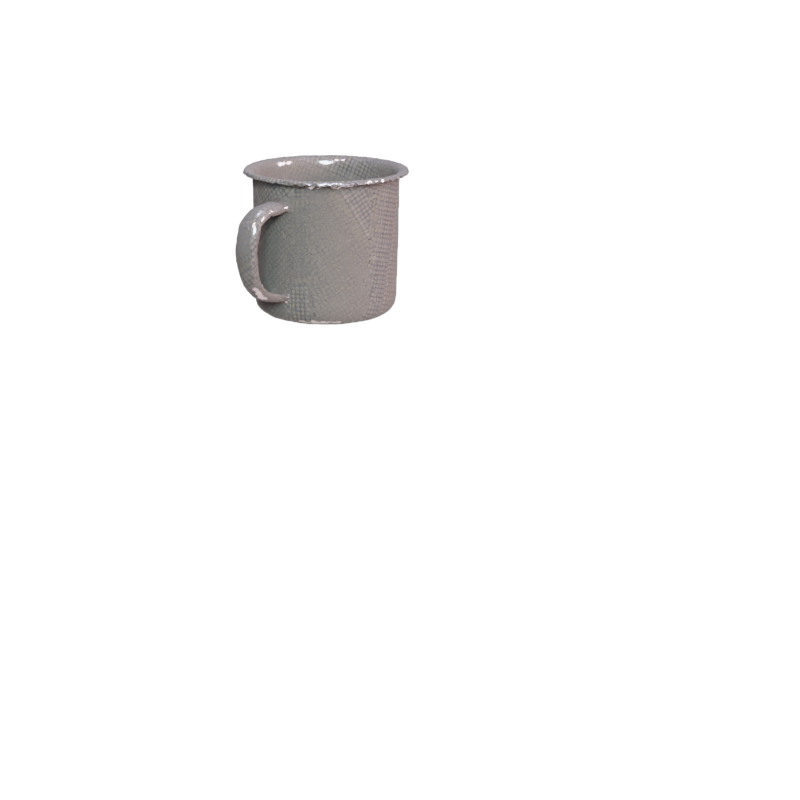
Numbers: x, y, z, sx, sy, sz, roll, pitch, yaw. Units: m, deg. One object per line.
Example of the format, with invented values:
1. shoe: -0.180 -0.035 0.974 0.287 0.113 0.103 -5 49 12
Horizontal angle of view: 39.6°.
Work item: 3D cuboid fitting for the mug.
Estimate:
1. mug: -0.049 -0.089 0.622 0.098 0.079 0.116 12 22 31
